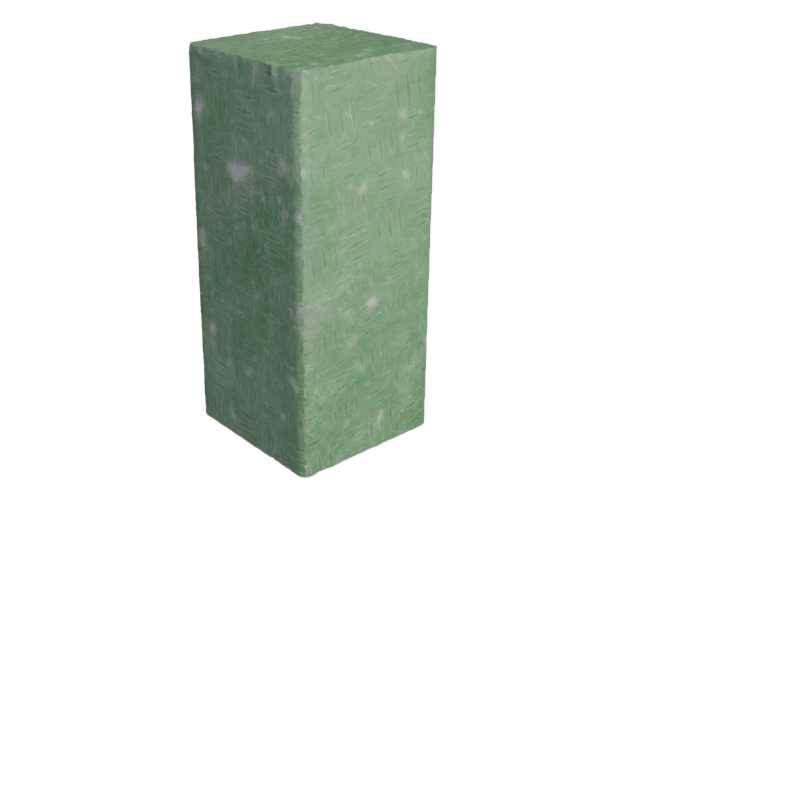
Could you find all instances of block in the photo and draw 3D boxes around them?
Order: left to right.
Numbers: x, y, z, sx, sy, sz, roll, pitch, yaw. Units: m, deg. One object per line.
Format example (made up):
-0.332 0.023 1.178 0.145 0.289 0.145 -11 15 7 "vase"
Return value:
-0.045 -0.082 0.572 0.089 0.196 0.097 -19 30 -39 "block"
